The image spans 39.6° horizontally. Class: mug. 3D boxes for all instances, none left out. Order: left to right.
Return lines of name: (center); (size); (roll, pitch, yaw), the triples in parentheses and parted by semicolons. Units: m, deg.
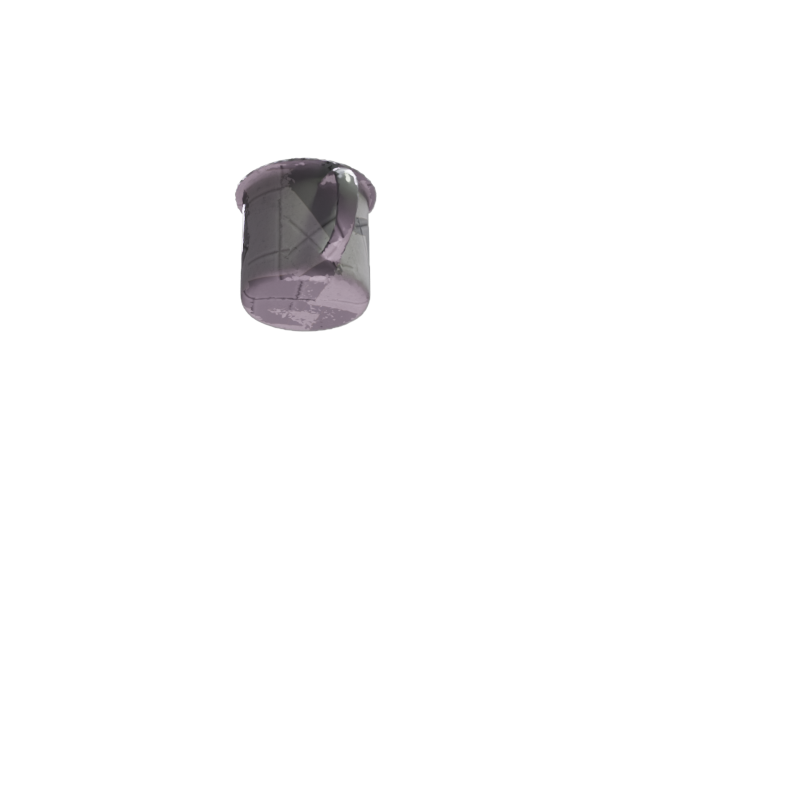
mug: (-0.055, -0.100, 0.699); (0.090, 0.086, 0.115); (12, -28, -25)
